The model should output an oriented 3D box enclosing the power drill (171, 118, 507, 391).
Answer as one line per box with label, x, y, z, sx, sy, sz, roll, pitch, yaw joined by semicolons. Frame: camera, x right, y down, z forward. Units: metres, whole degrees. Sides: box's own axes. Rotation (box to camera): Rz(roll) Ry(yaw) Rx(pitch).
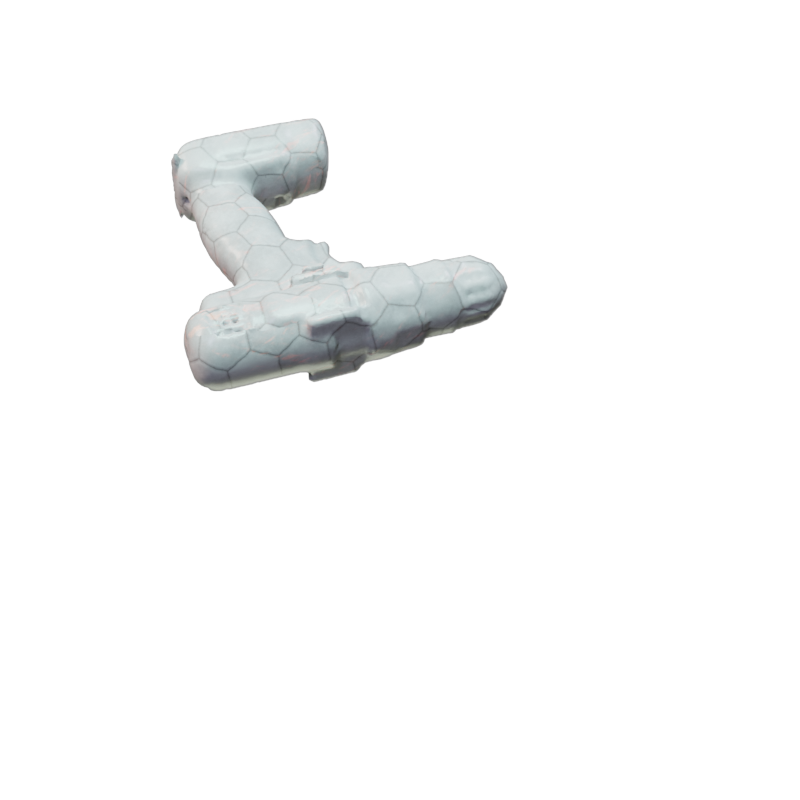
power drill;-0.052;-0.095;0.665;0.182;0.053;0.203;-13;45;-14
